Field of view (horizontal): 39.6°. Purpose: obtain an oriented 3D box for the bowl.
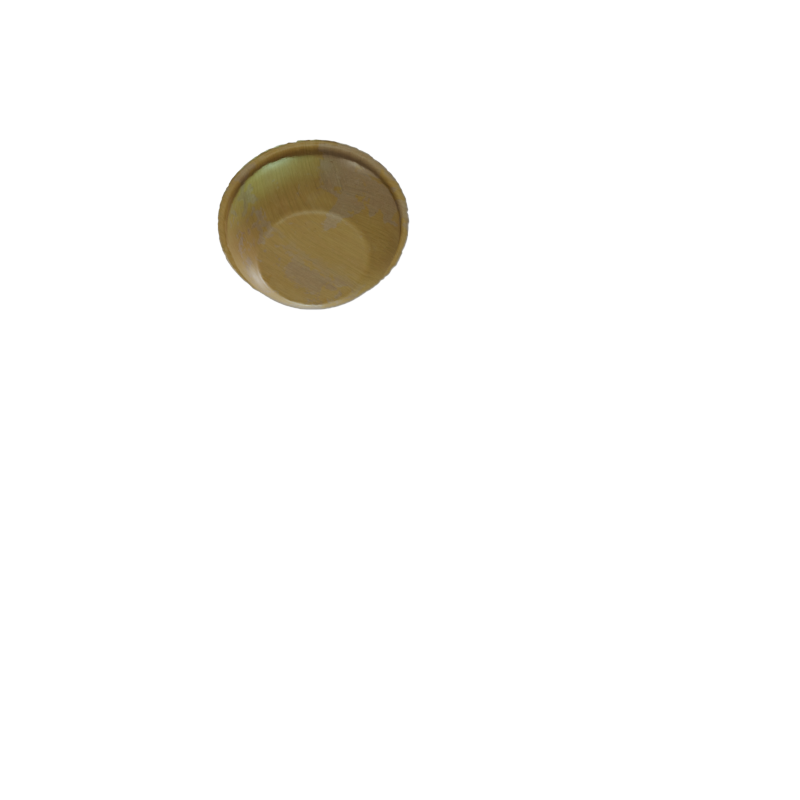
[{"bbox_3d":[-0.071,-0.130,0.910,0.162,0.152,0.059,1,34,-1],"label":"bowl"}]
